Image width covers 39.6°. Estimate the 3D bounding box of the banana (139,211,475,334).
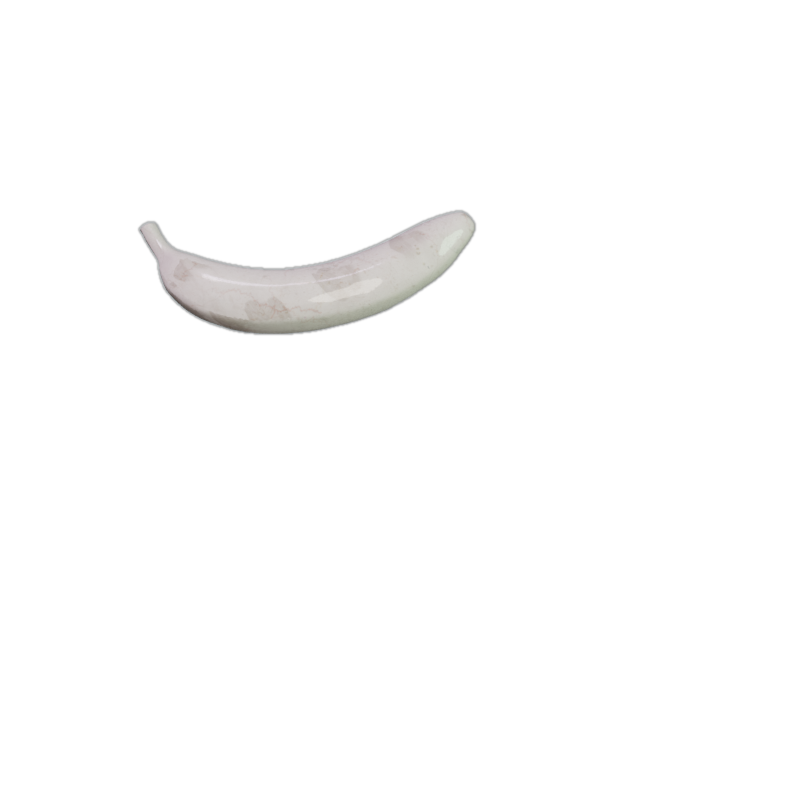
[{"bbox_3d":[-0.054,-0.073,0.642,0.197,0.071,0.036,-1,-5,0],"label":"banana"}]
